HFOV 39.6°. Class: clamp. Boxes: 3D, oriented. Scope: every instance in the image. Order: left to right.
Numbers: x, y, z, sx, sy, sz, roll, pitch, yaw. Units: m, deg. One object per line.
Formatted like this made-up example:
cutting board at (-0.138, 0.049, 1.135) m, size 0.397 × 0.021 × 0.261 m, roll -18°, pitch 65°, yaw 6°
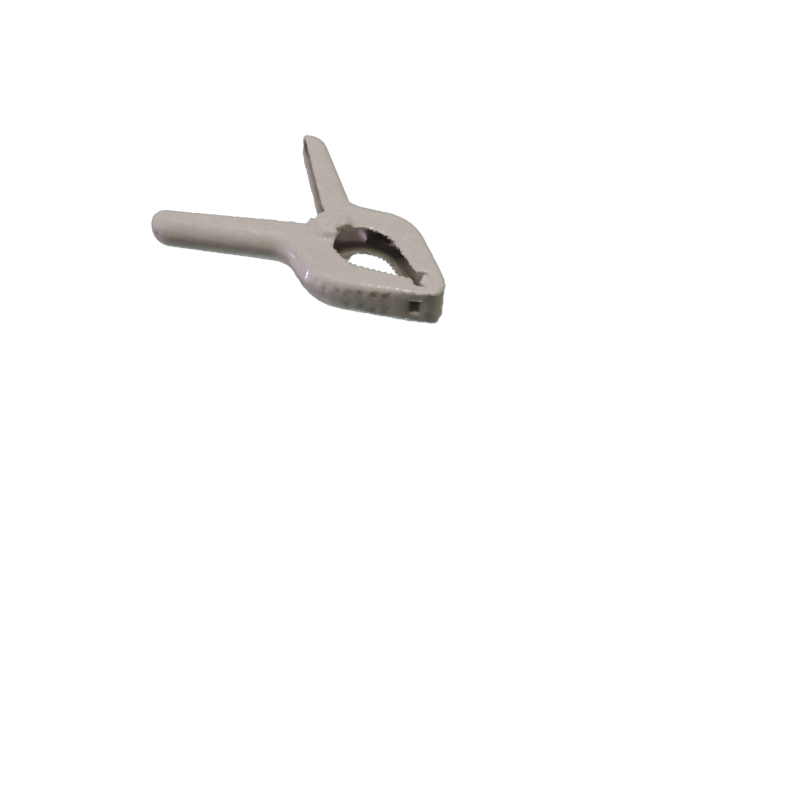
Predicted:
clamp at (-0.061, -0.111, 0.774) m, size 0.164 × 0.034 × 0.225 m, roll -29°, pitch 50°, yaw -28°
